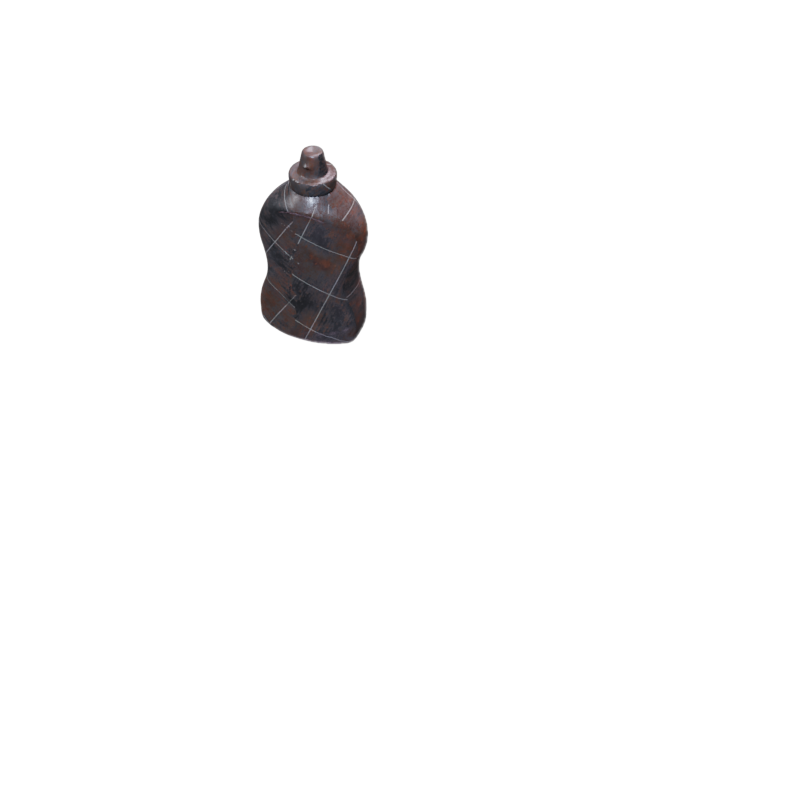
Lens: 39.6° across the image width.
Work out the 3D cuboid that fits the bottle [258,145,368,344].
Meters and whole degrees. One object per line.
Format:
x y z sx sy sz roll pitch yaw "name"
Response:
-0.077 -0.139 0.975 0.099 0.179 0.060 17 43 16 "bottle"
